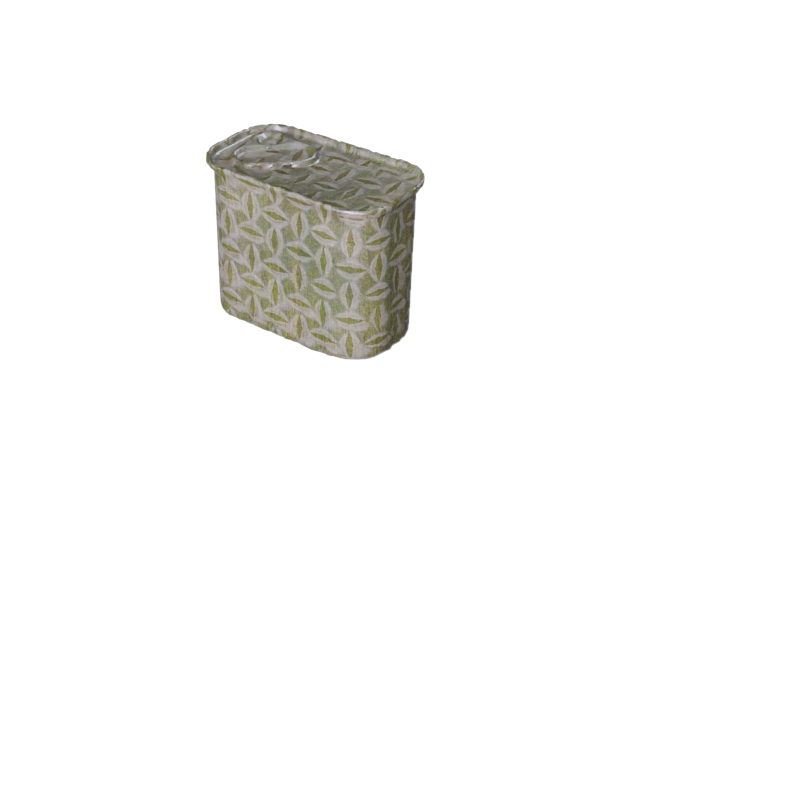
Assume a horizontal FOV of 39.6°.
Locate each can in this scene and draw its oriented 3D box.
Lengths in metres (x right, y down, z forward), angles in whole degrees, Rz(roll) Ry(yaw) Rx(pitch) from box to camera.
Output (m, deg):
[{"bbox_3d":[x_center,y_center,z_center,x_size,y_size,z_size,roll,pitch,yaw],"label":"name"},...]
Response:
[{"bbox_3d":[-0.042,-0.076,0.530,0.107,0.079,0.058,23,39,28],"label":"can"}]
